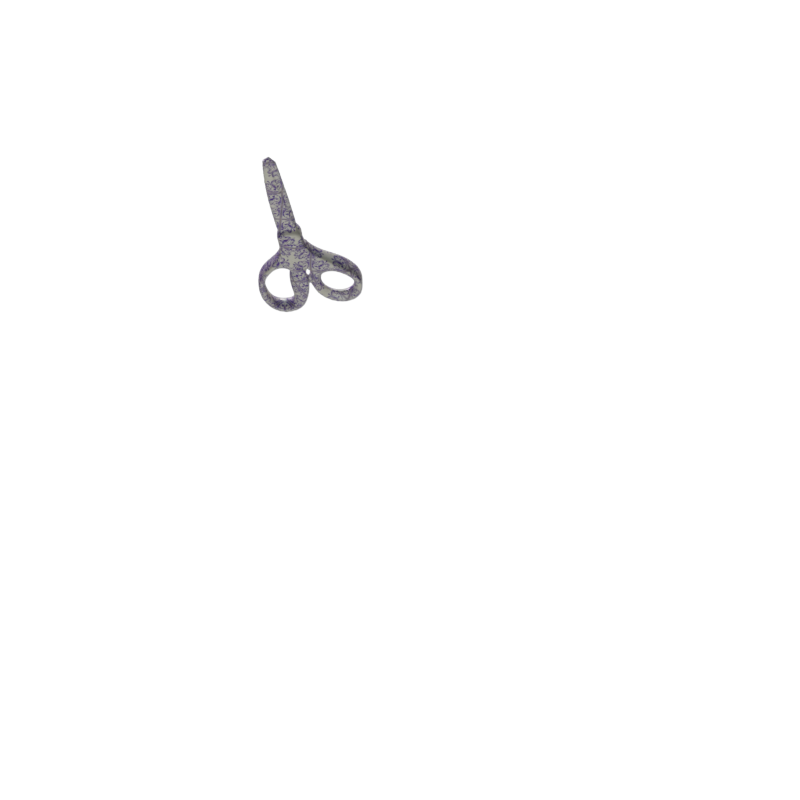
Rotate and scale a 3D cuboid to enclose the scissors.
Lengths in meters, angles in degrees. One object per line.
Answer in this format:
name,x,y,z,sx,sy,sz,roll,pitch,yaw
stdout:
scissors,-0.069,-0.125,0.875,0.095,0.017,0.191,5,-28,-9
